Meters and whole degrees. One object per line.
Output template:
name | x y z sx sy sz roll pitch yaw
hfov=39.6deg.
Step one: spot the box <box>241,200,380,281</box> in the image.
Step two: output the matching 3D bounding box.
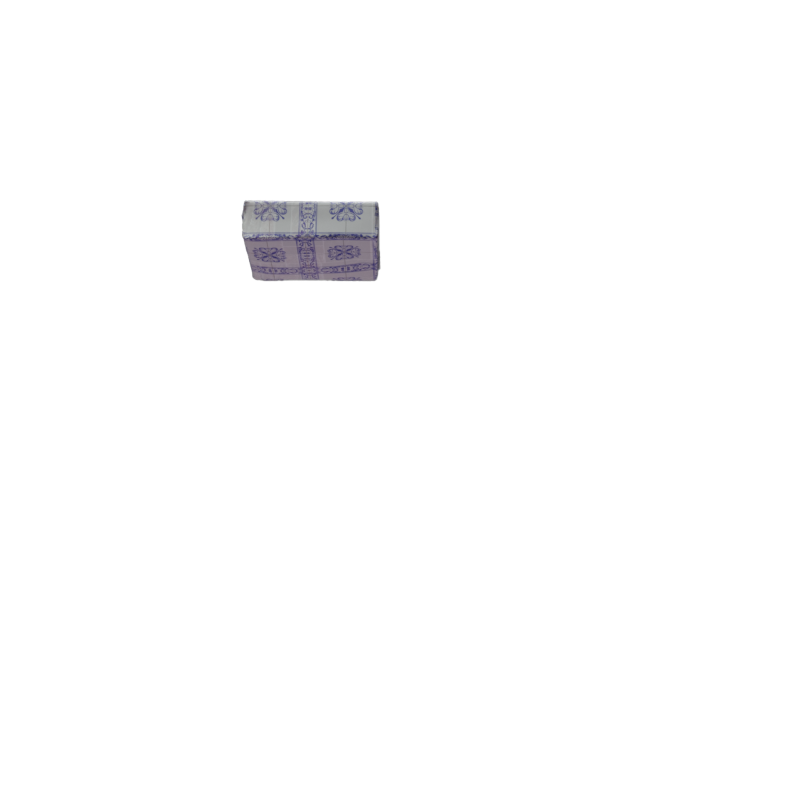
box | -0.073 -0.133 0.934 0.114 0.041 0.085 0 -20 1
